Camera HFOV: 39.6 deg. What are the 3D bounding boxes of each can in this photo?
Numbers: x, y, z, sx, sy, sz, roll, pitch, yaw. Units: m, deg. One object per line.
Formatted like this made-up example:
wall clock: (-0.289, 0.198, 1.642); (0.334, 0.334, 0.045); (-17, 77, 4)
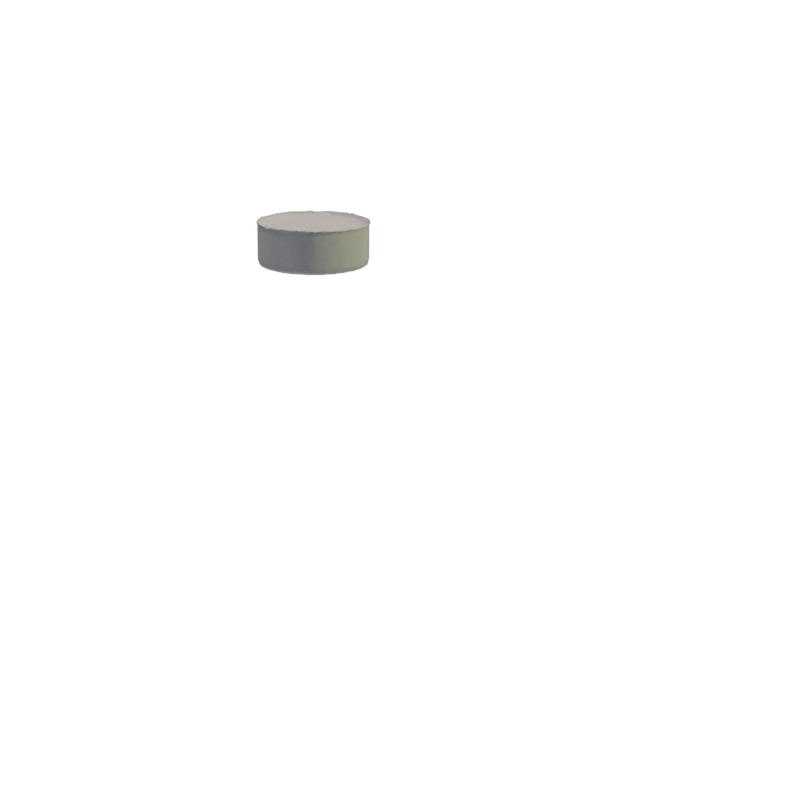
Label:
can: (-0.066, -0.120, 0.838); (0.086, 0.032, 0.089); (-1, 18, -2)
